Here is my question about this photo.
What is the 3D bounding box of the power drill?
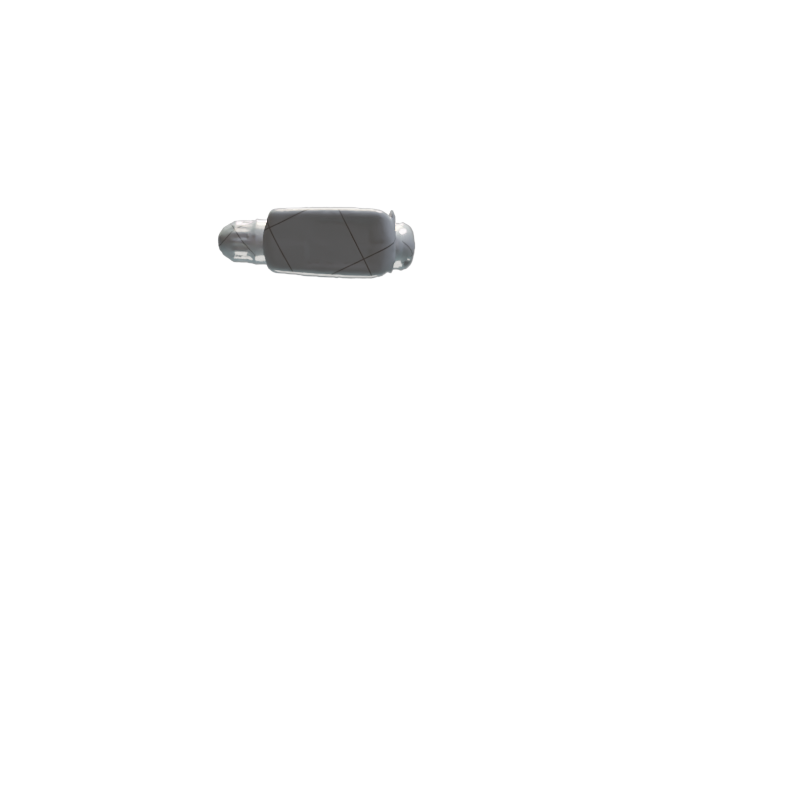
[{"bbox_3d":[-0.076,-0.139,0.971,0.185,0.057,0.190,0,8,0],"label":"power drill"}]
